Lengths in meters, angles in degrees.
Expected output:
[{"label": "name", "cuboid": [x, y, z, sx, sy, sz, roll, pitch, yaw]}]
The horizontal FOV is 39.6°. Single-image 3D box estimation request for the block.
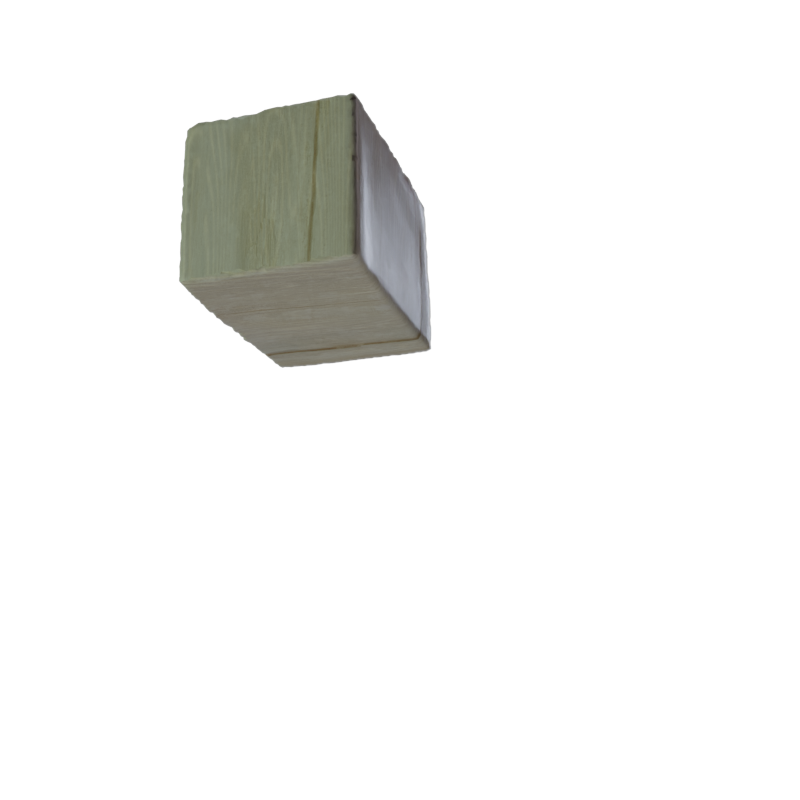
[{"label": "block", "cuboid": [-0.026, -0.047, 0.332, 0.053, 0.054, 0.073, -7, -21, 16]}]
